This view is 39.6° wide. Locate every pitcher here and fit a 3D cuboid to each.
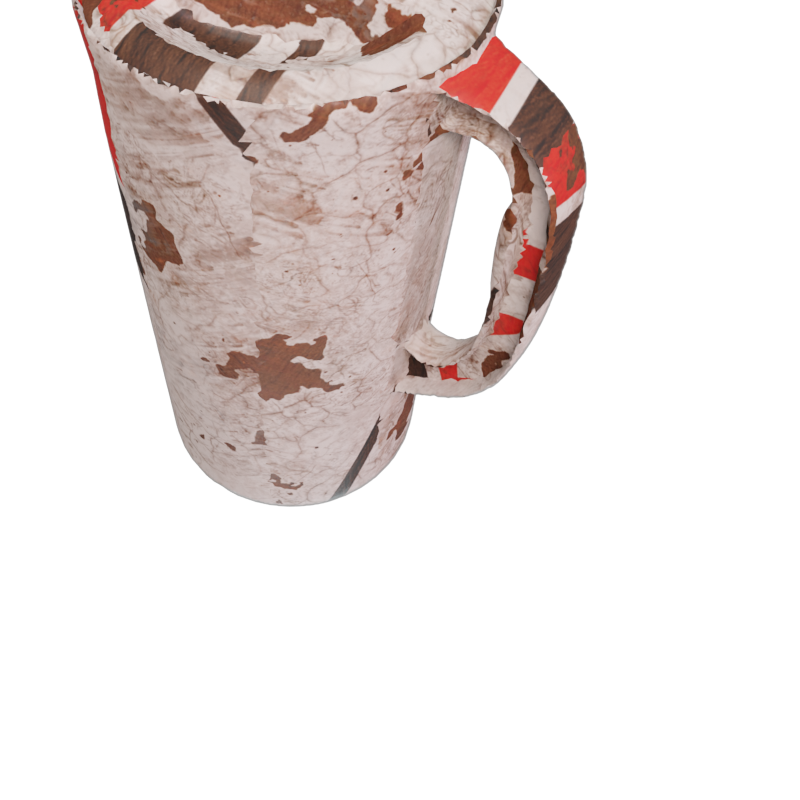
[{"bbox_3d":[-0.033,-0.059,0.416,0.144,0.161,0.226,-7,-39,-9],"label":"pitcher"}]
